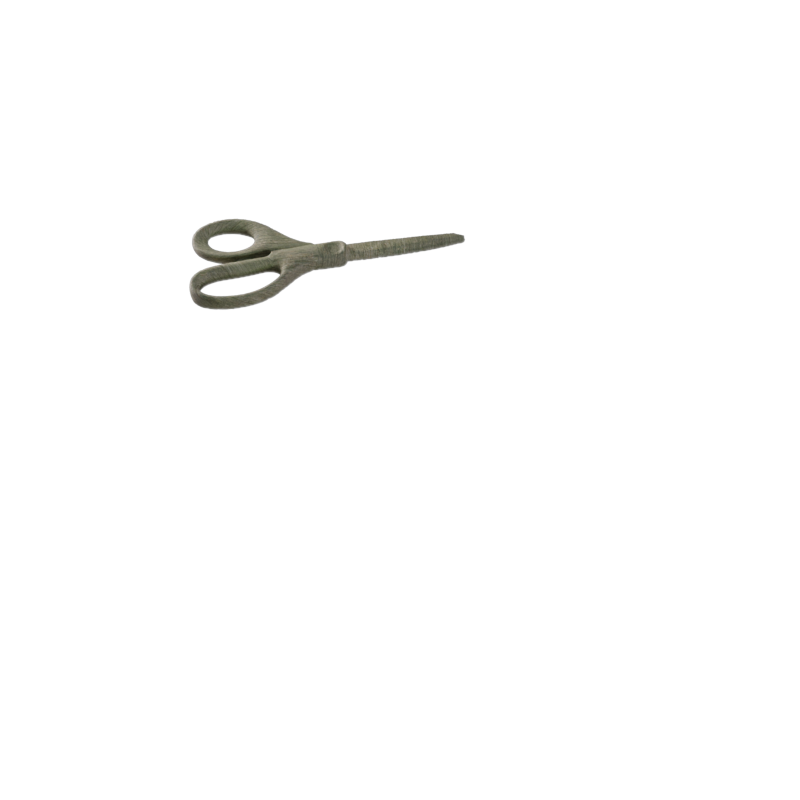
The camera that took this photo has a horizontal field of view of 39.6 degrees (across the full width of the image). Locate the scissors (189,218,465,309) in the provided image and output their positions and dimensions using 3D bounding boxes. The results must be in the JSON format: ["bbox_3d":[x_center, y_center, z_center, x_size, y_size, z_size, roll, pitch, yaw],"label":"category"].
[{"bbox_3d":[-0.063,-0.115,0.808,0.200,0.015,0.104,-21,48,-20],"label":"scissors"}]
